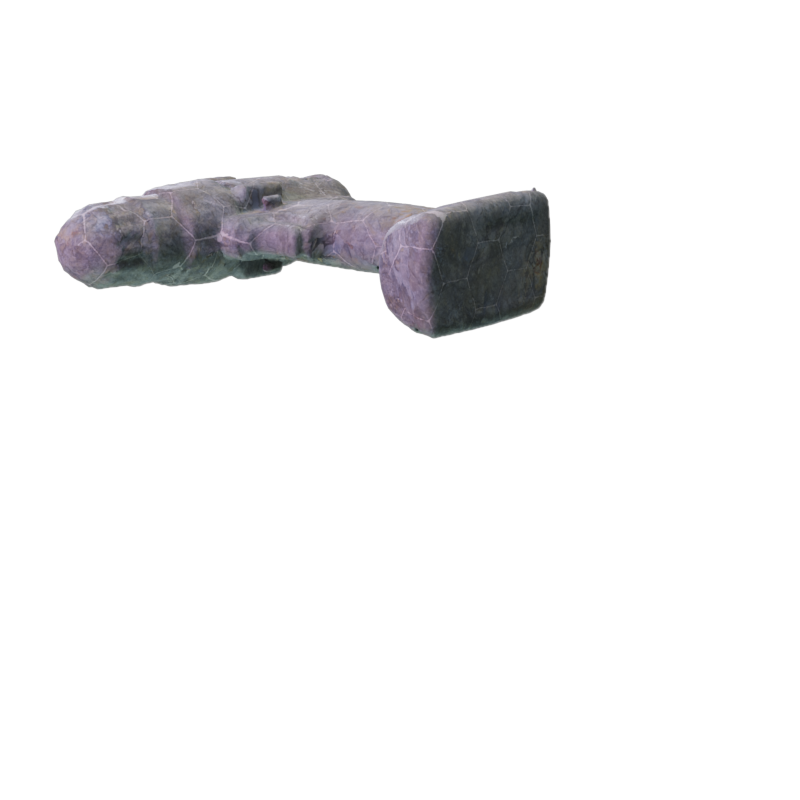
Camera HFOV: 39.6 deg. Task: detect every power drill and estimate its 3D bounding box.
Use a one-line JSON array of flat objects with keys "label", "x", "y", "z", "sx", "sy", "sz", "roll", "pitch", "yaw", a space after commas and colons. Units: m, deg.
[{"label": "power drill", "x": -0.041, "y": -0.074, "z": 0.520, "sx": 0.198, "sy": 0.055, "sz": 0.181, "roll": 15, "pitch": 23, "yaw": 38}]
